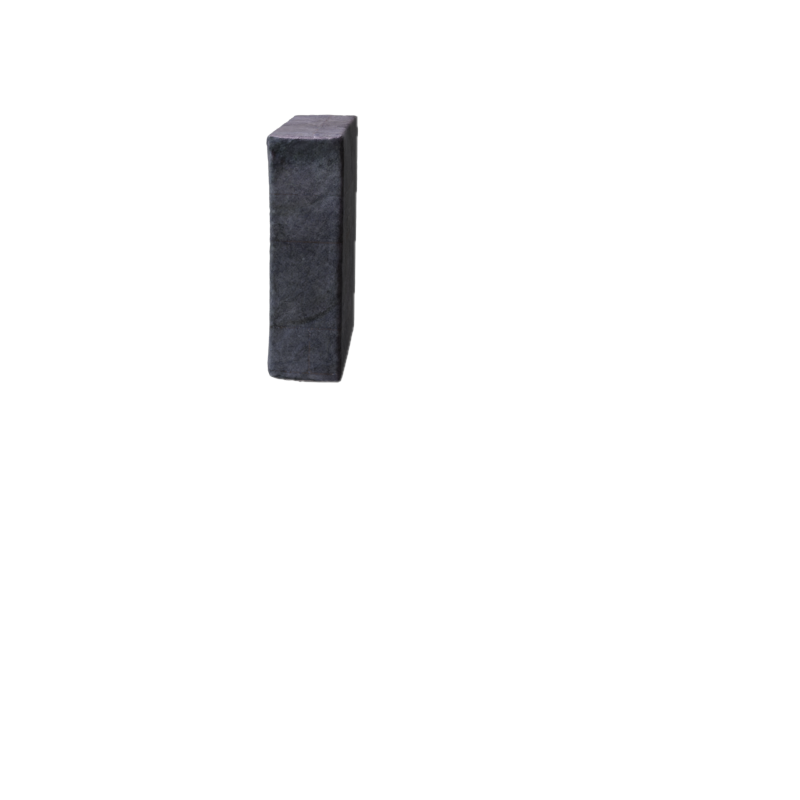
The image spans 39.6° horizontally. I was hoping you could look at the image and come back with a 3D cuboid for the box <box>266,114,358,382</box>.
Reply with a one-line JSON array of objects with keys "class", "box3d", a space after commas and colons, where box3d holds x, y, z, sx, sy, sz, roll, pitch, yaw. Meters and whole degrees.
[{"class": "box", "box3d": [-0.078, -0.142, 0.998, 0.072, 0.207, 0.169, 1, 15, 2]}]
